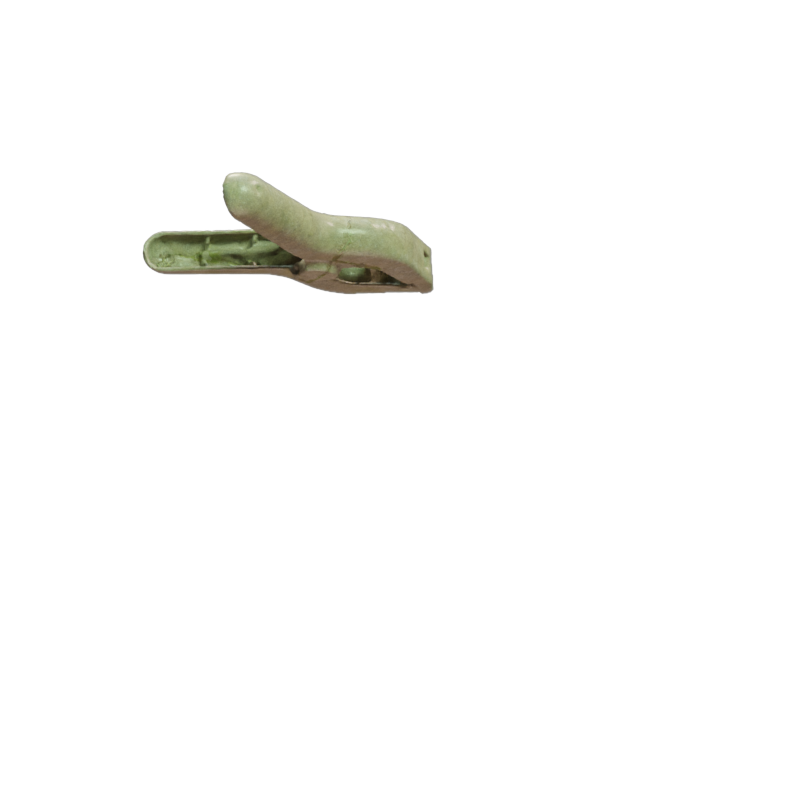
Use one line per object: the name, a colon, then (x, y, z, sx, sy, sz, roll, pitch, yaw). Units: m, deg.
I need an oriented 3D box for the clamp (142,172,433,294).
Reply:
clamp: (-0.049, -0.089, 0.624, 0.166, 0.040, 0.121, 3, -7, -23)
